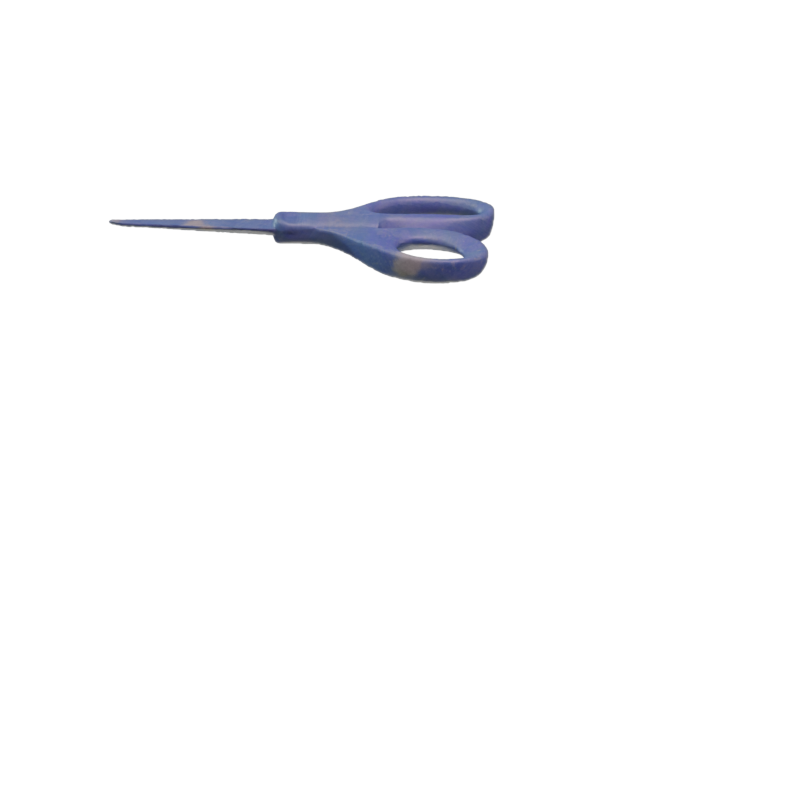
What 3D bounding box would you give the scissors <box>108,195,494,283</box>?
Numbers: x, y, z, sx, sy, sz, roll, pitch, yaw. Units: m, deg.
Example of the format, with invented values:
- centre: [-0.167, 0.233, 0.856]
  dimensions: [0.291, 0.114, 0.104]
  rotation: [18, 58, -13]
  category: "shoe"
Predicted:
- centre: [-0.044, -0.080, 0.564]
  dimensions: [0.199, 0.015, 0.103]
  rotation: [-6, 31, -11]
  category: "scissors"
